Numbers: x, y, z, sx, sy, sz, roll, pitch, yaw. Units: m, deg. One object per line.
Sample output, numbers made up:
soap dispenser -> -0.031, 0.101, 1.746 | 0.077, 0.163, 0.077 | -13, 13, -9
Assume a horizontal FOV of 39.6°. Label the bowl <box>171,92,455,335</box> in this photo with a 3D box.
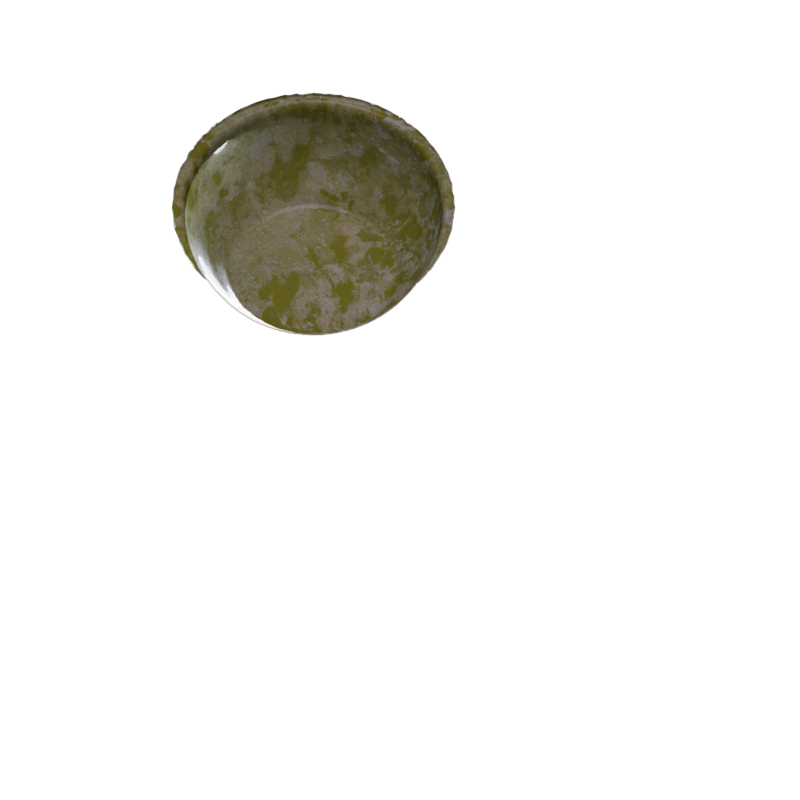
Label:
bowl -> -0.048, -0.088, 0.615 | 0.162, 0.151, 0.059 | 1, 41, -1
